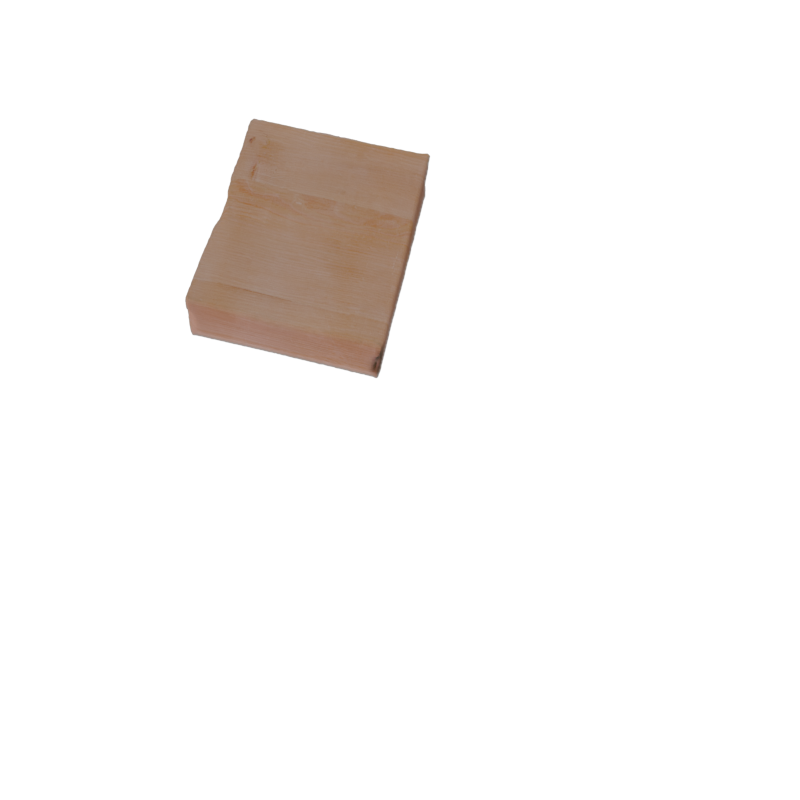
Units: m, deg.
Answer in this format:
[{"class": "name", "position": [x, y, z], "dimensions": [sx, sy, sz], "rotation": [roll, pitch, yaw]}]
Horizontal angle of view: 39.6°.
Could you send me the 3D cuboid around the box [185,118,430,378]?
[{"class": "box", "position": [-0.033, -0.060, 0.421], "dimensions": [0.074, 0.094, 0.028], "rotation": [12, -29, 6]}]
